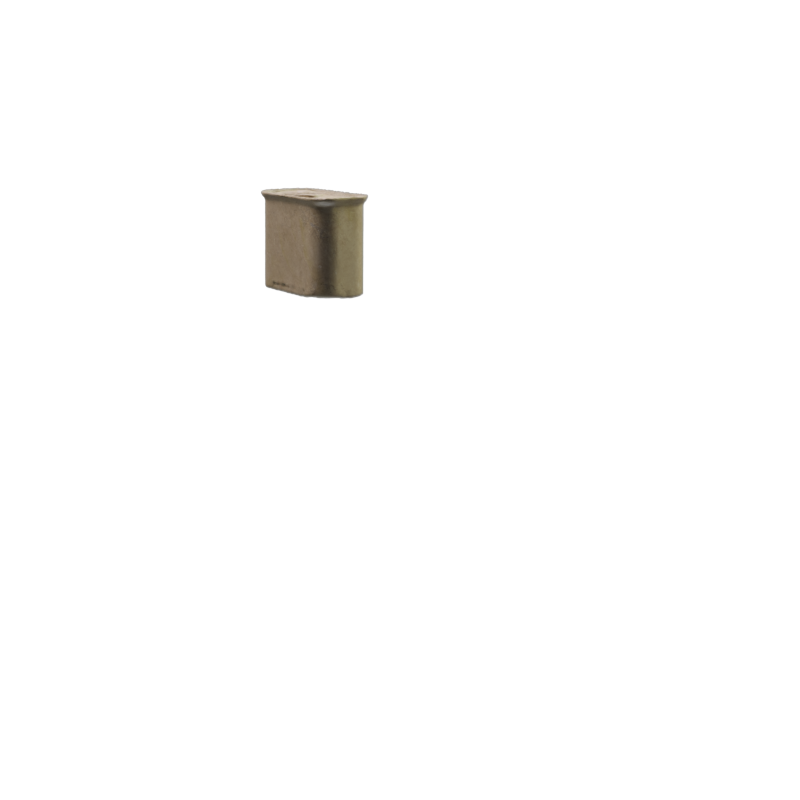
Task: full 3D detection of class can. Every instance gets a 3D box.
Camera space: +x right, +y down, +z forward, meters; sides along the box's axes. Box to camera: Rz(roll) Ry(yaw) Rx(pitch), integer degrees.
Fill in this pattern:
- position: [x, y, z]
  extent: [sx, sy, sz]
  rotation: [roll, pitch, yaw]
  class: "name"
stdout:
- position: [-0.073, -0.133, 0.934]
  extent: [0.056, 0.082, 0.107]
  rotation: [-7, 15, -36]
  class: "can"
